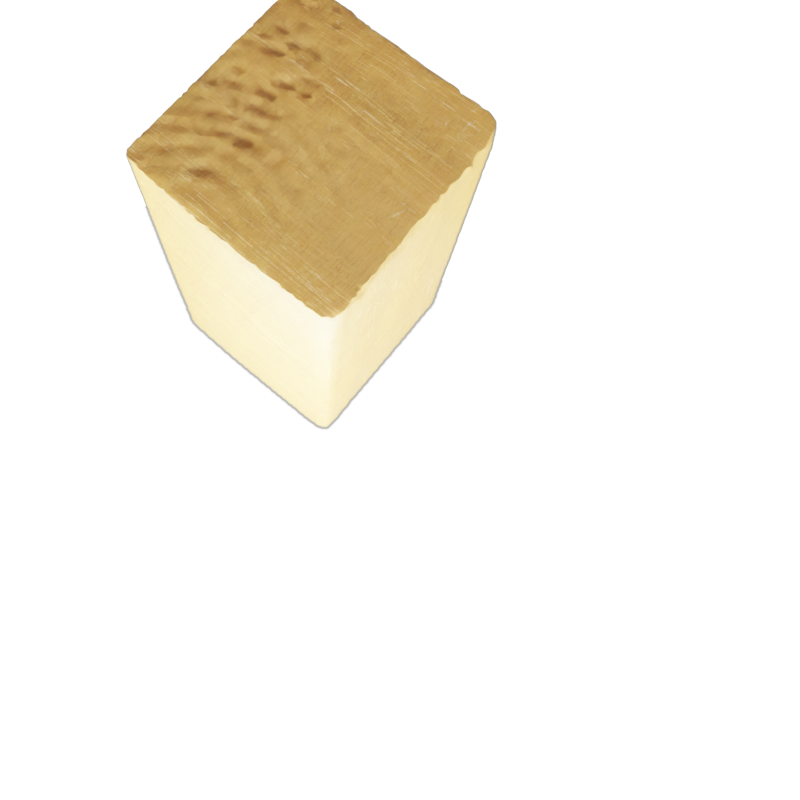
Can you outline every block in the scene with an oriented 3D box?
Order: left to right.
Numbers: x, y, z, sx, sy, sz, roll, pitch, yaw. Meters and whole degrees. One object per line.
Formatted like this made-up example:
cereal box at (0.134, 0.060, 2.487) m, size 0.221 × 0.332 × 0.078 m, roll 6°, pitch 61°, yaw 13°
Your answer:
block at (-0.035, -0.064, 0.454) m, size 0.092 × 0.092 × 0.199 m, roll 40°, pitch -12°, yaw 6°
